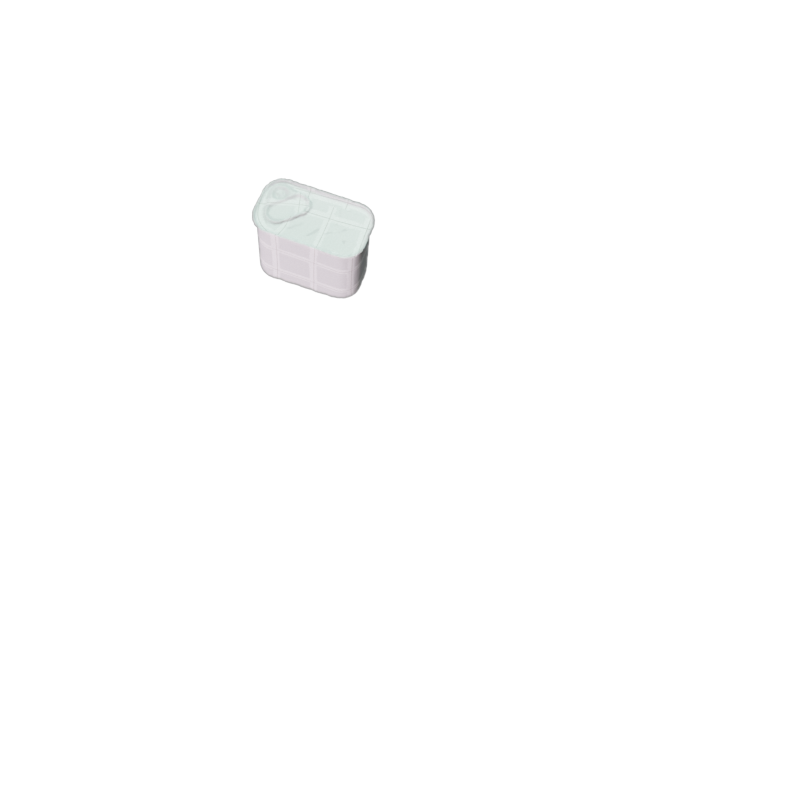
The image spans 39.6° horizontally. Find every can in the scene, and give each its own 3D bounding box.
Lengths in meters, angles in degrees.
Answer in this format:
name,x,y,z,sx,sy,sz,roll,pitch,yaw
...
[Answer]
name,x,y,z,sx,sy,sz,roll,pitch,yaw
can,-0.076,-0.139,0.973,0.104,0.060,0.079,20,-25,8
